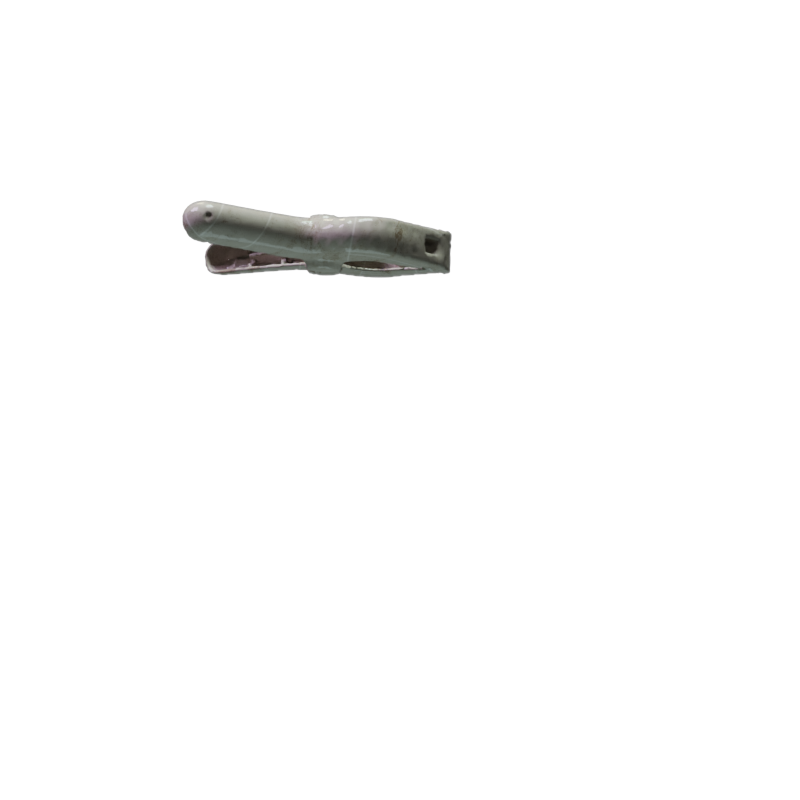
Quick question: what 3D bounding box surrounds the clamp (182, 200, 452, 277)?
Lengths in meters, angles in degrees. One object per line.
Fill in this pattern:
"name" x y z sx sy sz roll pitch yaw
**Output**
"clamp" -0.055 -0.100 0.703 0.174 0.040 0.117 0 -1 9
